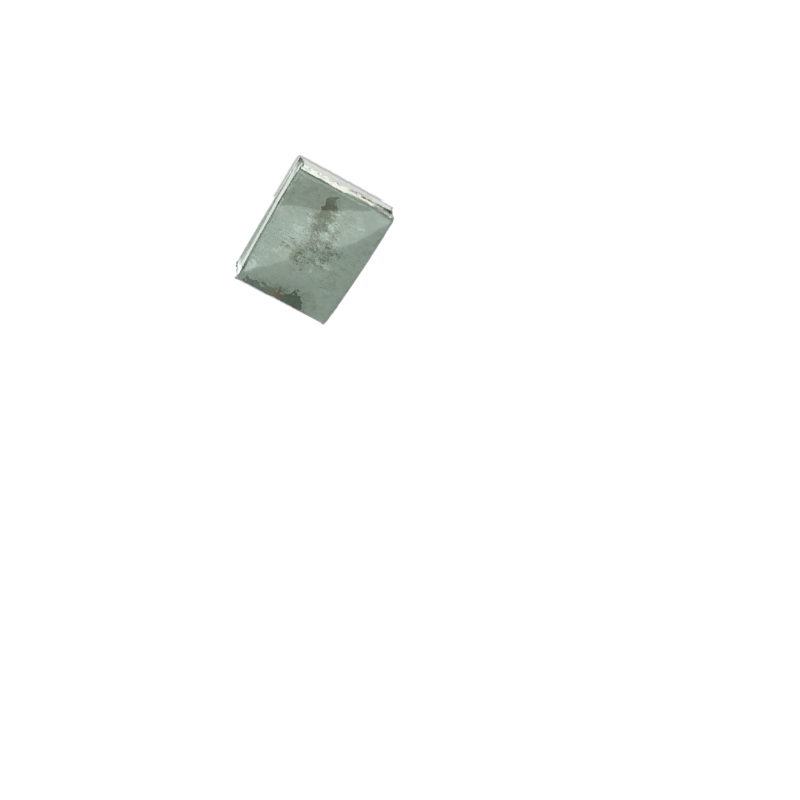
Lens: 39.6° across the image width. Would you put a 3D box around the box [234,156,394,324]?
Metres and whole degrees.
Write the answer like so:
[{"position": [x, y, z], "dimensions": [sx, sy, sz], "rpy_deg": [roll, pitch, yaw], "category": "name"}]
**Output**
[{"position": [-0.071, -0.130, 0.910], "dimensions": [0.088, 0.111, 0.041], "rpy_deg": [29, 18, -11], "category": "box"}]
